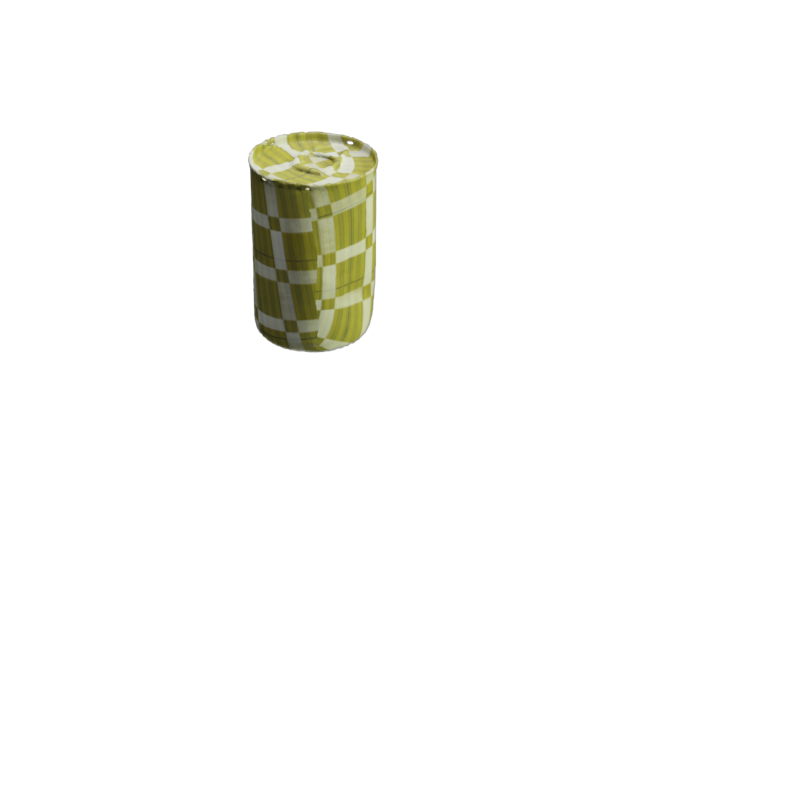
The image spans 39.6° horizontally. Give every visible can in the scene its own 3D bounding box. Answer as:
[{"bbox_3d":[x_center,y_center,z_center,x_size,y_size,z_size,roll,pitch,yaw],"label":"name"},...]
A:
[{"bbox_3d":[-0.047,-0.086,0.602,0.068,0.096,0.073,0,32,-3],"label":"can"}]
